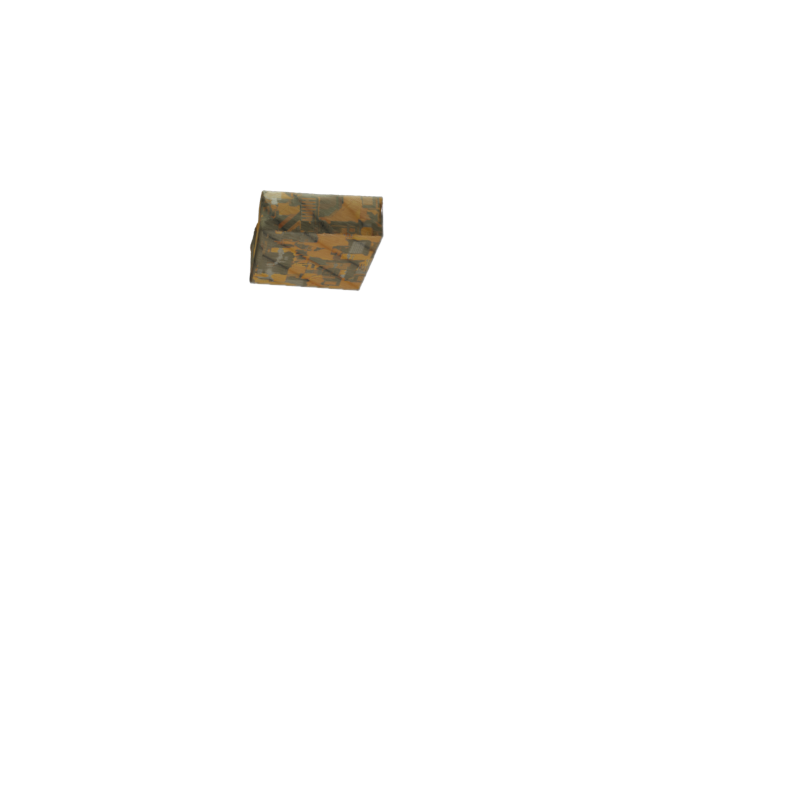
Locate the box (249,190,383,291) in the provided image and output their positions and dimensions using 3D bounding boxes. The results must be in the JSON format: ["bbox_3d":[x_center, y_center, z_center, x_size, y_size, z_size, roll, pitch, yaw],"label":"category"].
[{"bbox_3d":[-0.054,-0.098,0.687,0.072,0.032,0.086,3,-17,-9],"label":"box"}]
